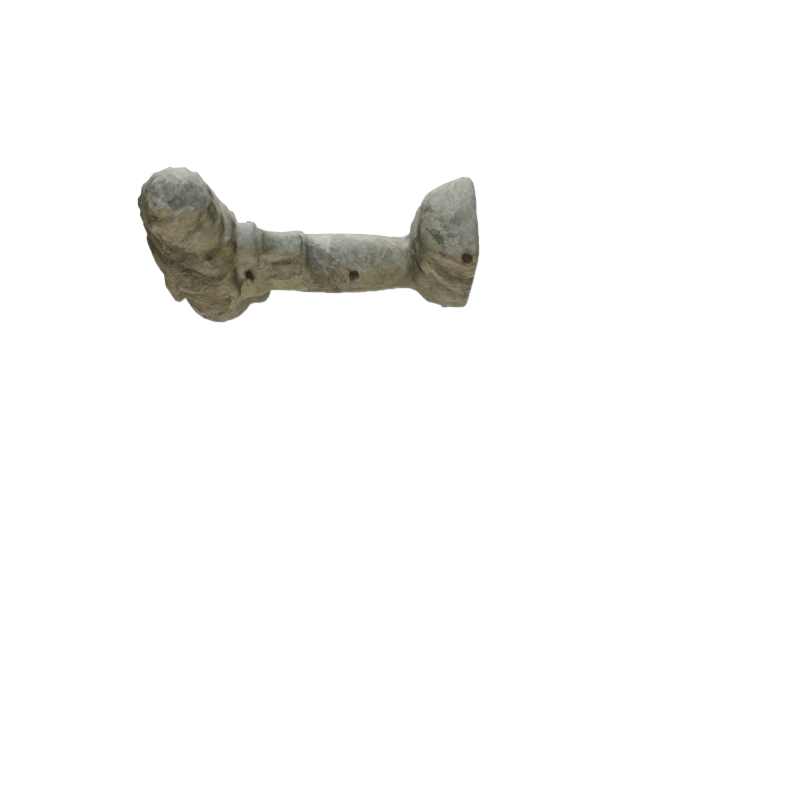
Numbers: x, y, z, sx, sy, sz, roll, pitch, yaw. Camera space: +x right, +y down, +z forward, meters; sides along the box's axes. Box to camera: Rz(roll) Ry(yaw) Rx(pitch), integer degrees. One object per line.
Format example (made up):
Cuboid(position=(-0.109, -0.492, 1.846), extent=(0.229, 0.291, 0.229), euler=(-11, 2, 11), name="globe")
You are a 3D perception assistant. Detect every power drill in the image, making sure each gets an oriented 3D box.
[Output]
Cuboid(position=(-0.051, -0.093, 0.649), extent=(0.188, 0.059, 0.178), euler=(0, -11, 2), name="power drill")
